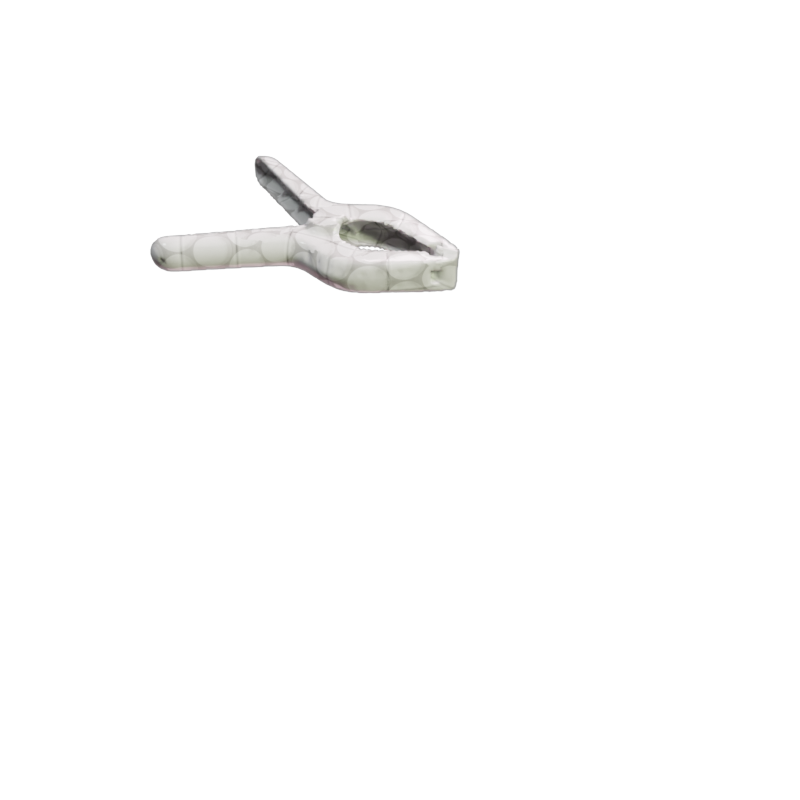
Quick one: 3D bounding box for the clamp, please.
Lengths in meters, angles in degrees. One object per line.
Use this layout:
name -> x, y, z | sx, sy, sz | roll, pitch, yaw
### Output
clamp -> -0.063, -0.114, 0.799 | 0.220, 0.034, 0.168 | 21, 42, 25
